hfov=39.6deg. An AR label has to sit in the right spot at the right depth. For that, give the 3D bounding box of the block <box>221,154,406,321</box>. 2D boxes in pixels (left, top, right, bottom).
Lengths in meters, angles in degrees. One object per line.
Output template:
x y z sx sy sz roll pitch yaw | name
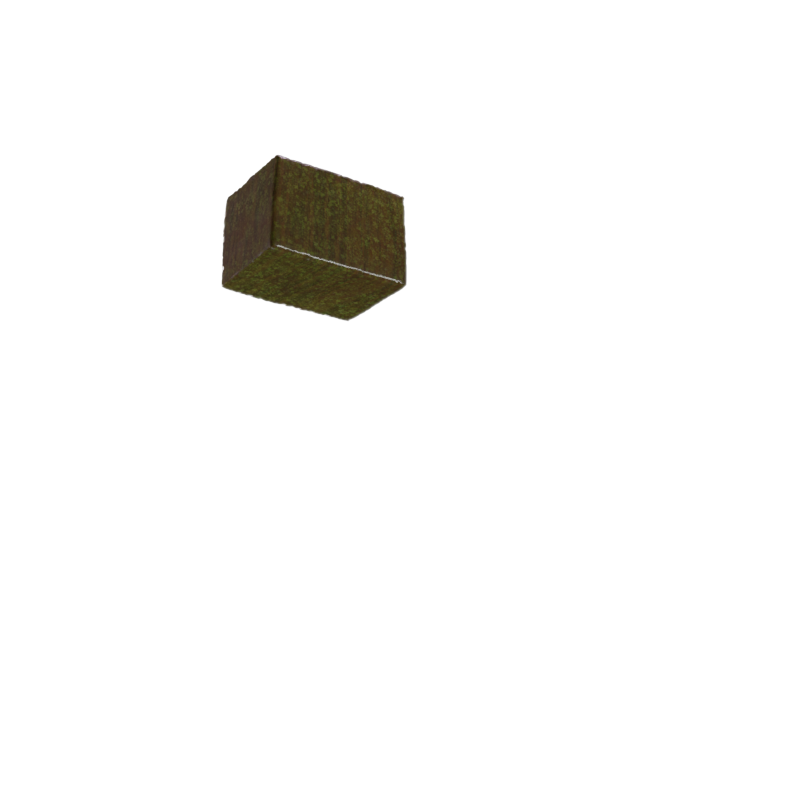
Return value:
-0.043 -0.078 0.549 0.074 0.054 0.052 14 -28 -31 | block
